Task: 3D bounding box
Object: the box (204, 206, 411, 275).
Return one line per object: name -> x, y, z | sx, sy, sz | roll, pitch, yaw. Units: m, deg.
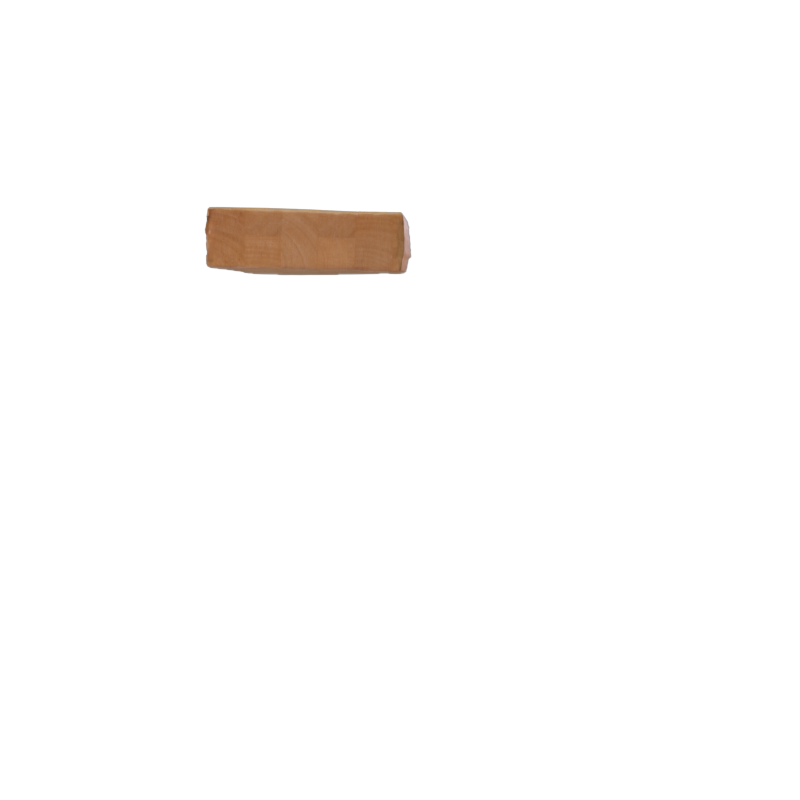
box -> -0.051, -0.094, 0.657 | 0.114, 0.039, 0.089 | 0, 4, 5
